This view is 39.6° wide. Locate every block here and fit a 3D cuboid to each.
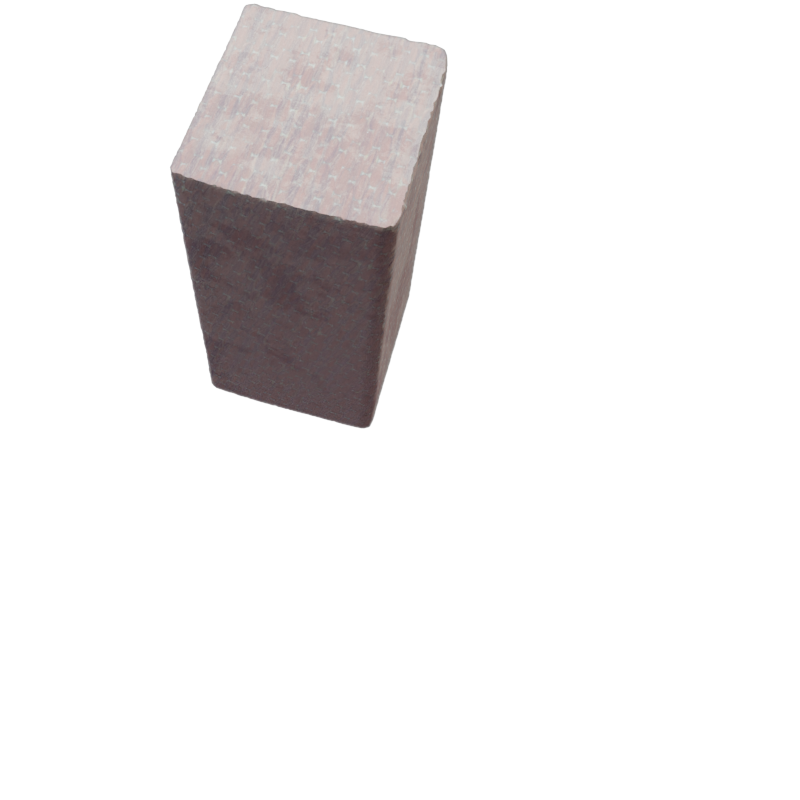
[{"bbox_3d":[-0.040,-0.073,0.517,0.091,0.095,0.195,16,-25,4],"label":"block"}]
